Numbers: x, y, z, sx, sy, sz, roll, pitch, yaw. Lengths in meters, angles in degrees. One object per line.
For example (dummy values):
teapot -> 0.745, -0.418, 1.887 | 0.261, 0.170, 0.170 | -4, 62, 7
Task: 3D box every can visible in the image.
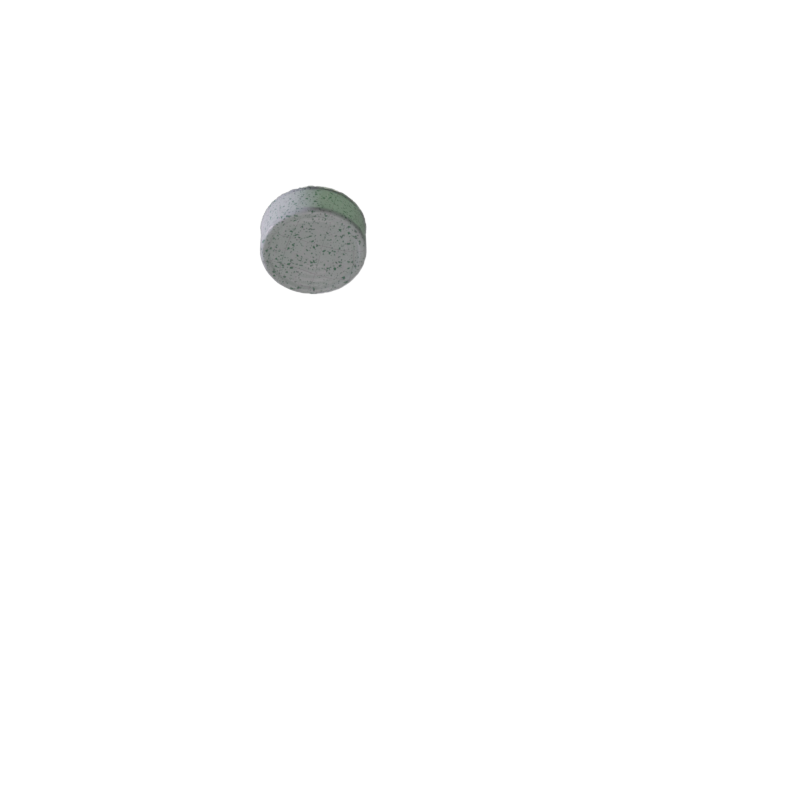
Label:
can -> -0.069, -0.126, 0.884 | 0.086, 0.080, 0.036 | 1, 40, -1
